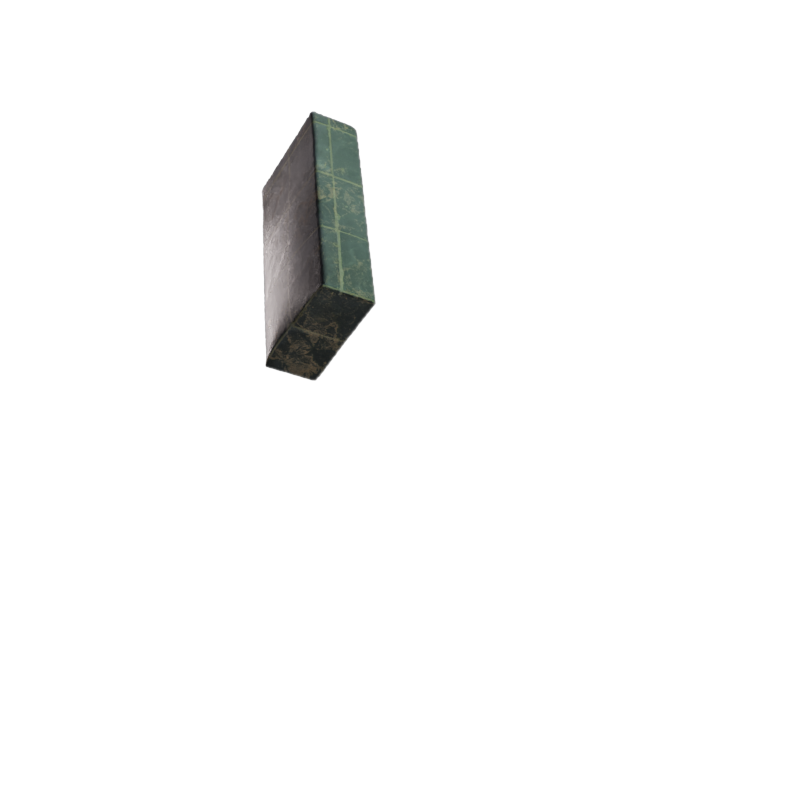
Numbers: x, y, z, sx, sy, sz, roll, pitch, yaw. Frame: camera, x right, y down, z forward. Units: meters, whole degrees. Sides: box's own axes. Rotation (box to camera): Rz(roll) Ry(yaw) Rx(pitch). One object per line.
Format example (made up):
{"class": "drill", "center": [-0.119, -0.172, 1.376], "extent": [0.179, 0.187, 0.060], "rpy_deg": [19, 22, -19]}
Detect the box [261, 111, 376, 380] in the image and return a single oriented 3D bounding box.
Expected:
{"class": "box", "center": [-0.061, -0.112, 0.788], "extent": [0.046, 0.189, 0.090], "rpy_deg": [19, -45, -24]}
